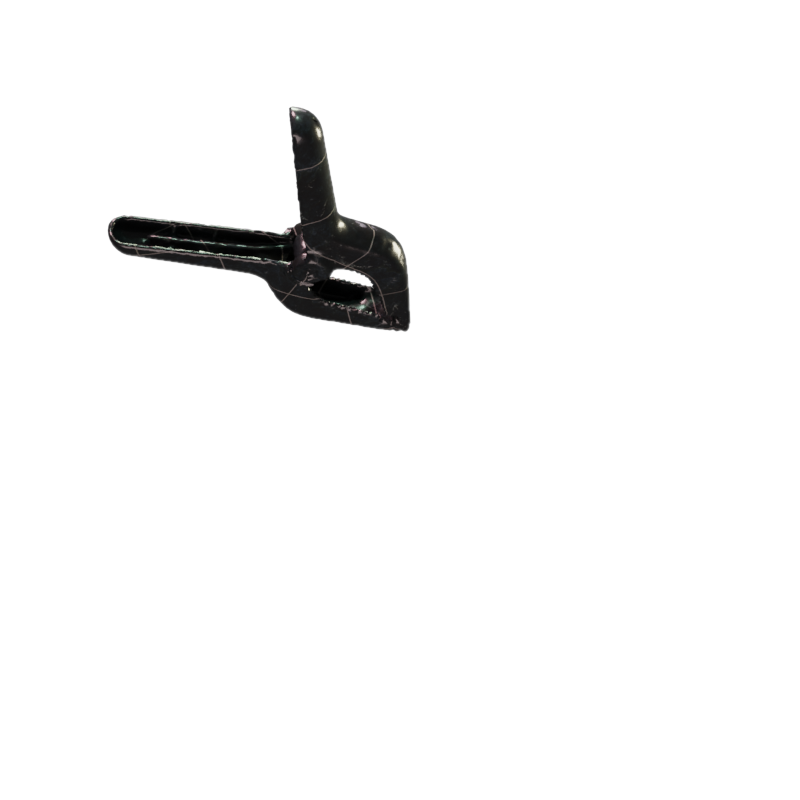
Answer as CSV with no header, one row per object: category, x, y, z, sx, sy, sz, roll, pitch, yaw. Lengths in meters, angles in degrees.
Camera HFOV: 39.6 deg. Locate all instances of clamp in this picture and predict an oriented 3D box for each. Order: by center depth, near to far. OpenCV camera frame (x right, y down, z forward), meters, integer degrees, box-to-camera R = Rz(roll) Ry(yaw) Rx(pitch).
clamp,-0.055,-0.100,0.703,0.197,0.039,0.164,26,-40,-36
